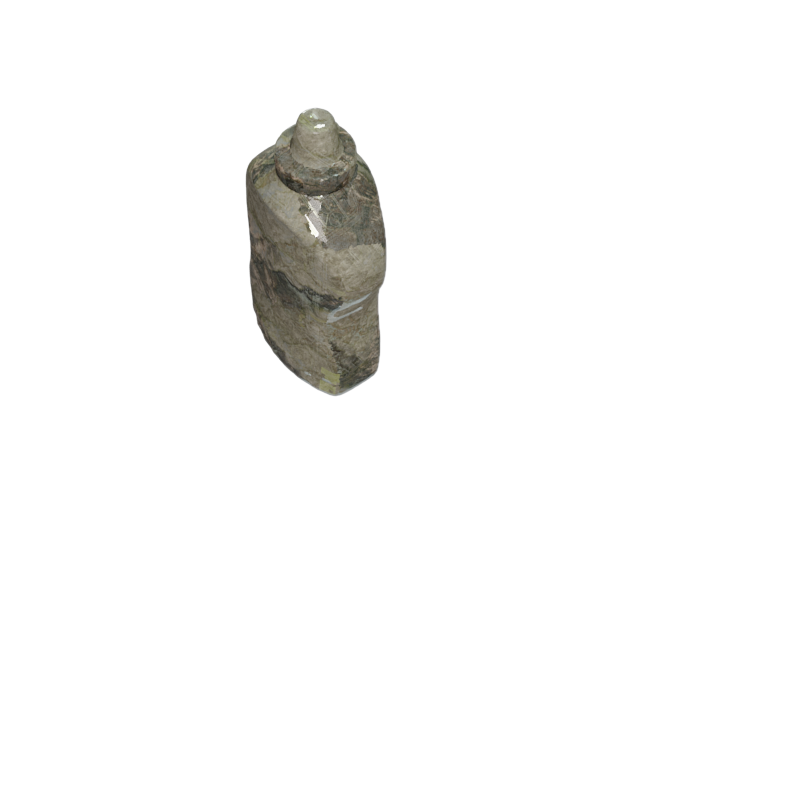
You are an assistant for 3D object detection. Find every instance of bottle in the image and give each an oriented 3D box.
[{"bbox_3d":[-0.047,-0.086,0.602,0.058,0.103,0.180,-28,-26,-19],"label":"bottle"}]
